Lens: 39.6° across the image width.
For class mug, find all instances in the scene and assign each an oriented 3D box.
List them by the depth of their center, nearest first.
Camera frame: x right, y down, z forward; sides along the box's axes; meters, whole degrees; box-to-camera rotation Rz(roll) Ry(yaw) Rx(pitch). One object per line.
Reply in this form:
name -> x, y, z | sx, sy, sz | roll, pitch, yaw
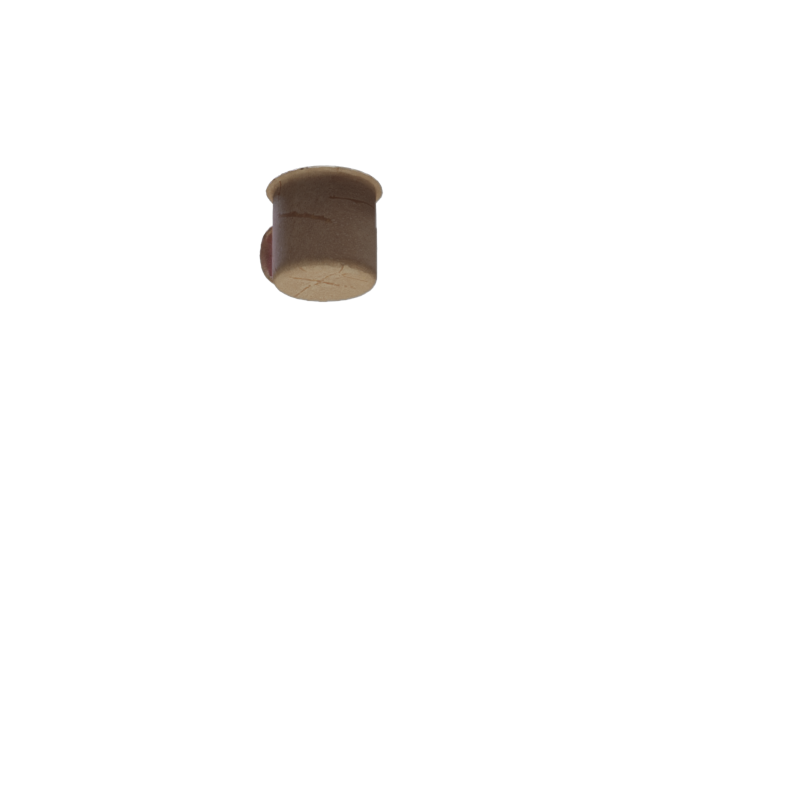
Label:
mug -> -0.069, -0.125, 0.875 | 0.119, 0.085, 0.087 | -15, -23, 38
